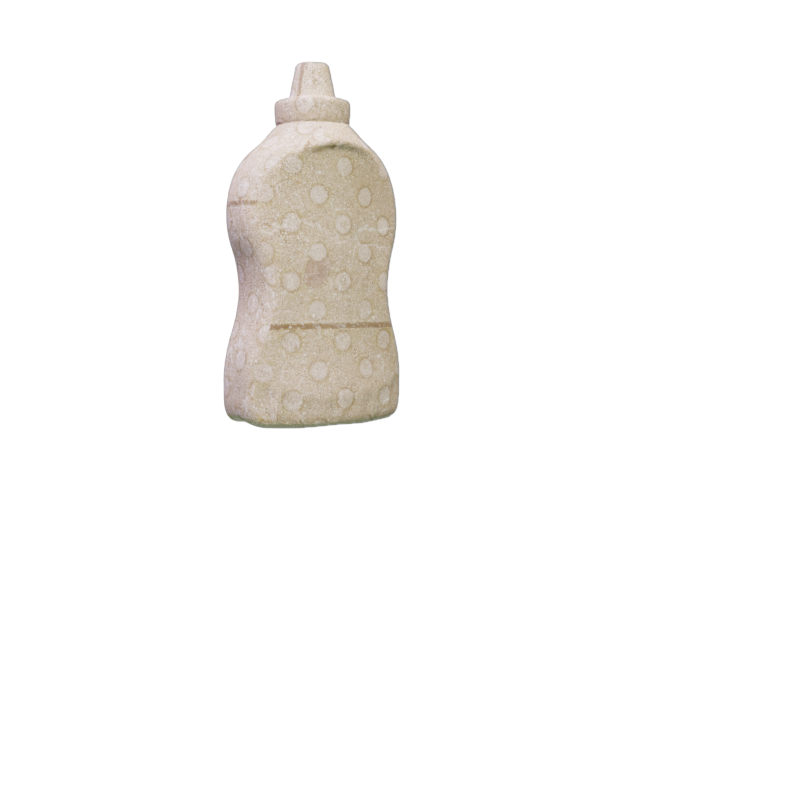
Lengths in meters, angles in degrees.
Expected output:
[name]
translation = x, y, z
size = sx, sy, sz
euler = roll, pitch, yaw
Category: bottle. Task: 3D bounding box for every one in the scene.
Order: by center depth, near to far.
[bottle]
translation = -0.047, -0.085, 0.595
size = 0.093, 0.192, 0.060
euler = 0, 0, -32
